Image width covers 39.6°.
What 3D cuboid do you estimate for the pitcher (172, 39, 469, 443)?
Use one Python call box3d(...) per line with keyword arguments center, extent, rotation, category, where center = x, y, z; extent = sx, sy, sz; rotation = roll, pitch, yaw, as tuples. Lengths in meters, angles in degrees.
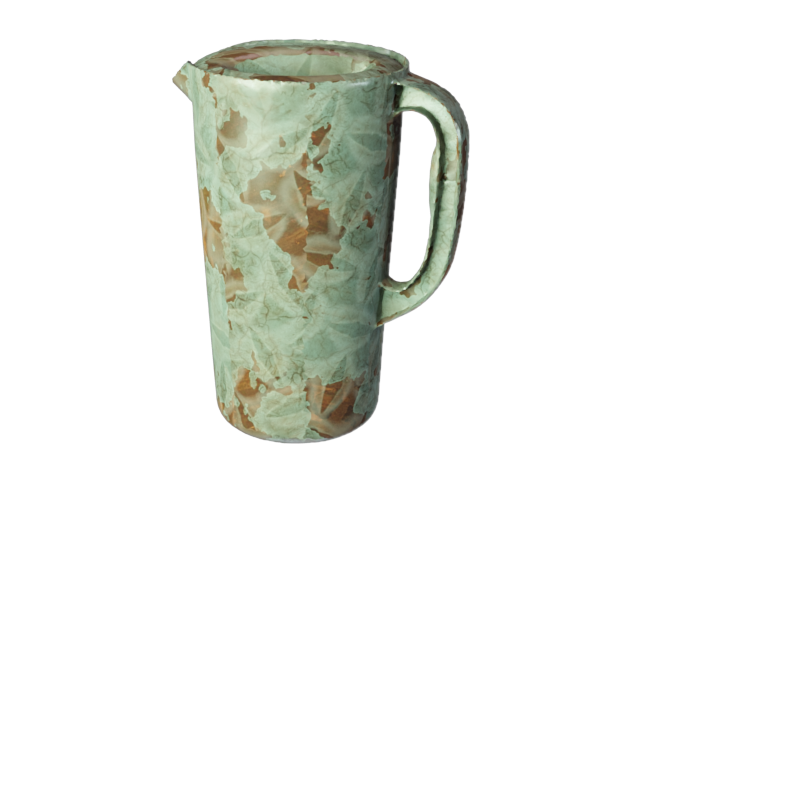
box3d(center=(-0.054, -0.099, 0.694), extent=(0.142, 0.231, 0.160), rotation=(-9, 25, -24), category="pitcher")
